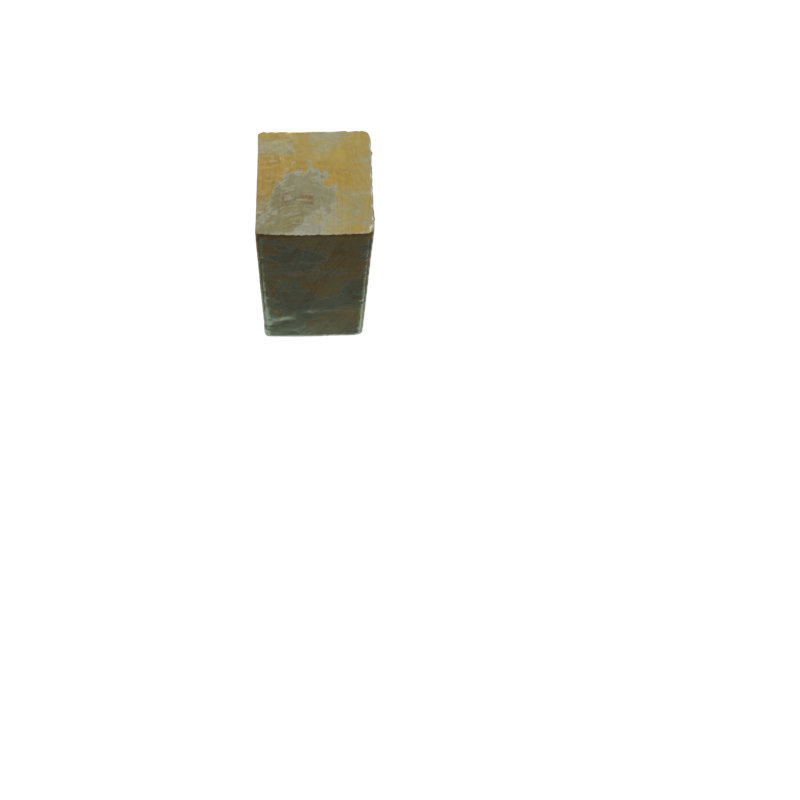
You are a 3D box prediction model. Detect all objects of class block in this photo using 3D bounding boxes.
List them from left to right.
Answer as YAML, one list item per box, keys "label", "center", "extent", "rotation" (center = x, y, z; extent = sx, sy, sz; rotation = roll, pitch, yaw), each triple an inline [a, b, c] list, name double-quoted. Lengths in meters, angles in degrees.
- label: "block"
  center: [-0.072, -0.132, 0.927]
  extent: [0.090, 0.096, 0.196]
  rotation: [0, -21, -4]
